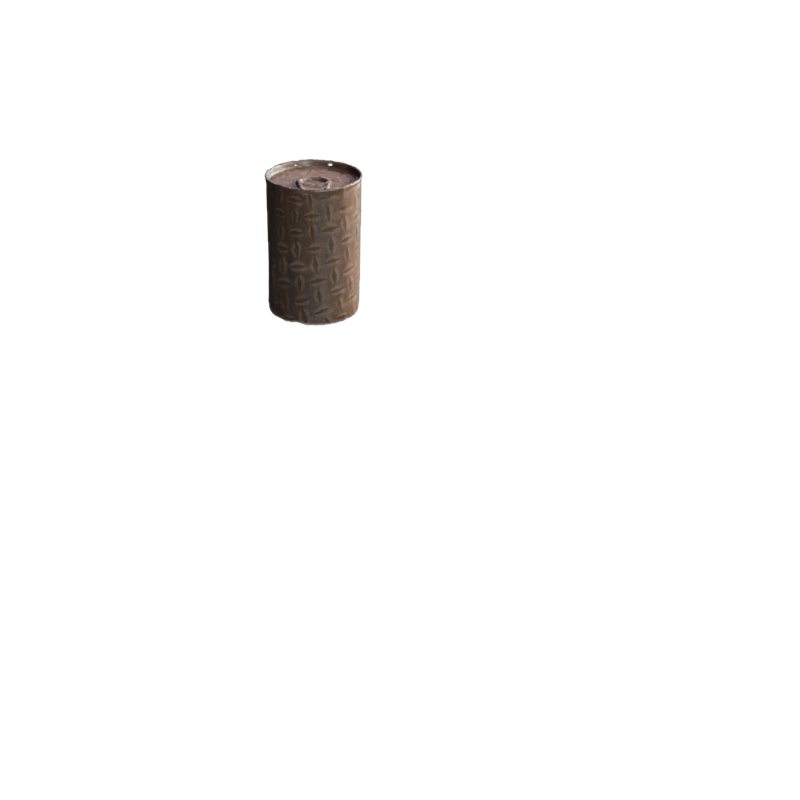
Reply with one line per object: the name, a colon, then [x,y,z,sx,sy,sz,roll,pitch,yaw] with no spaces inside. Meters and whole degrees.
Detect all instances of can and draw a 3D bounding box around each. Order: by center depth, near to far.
can: [-0.062,-0.112,0.787,0.068,0.097,0.072,0,24,-2]
